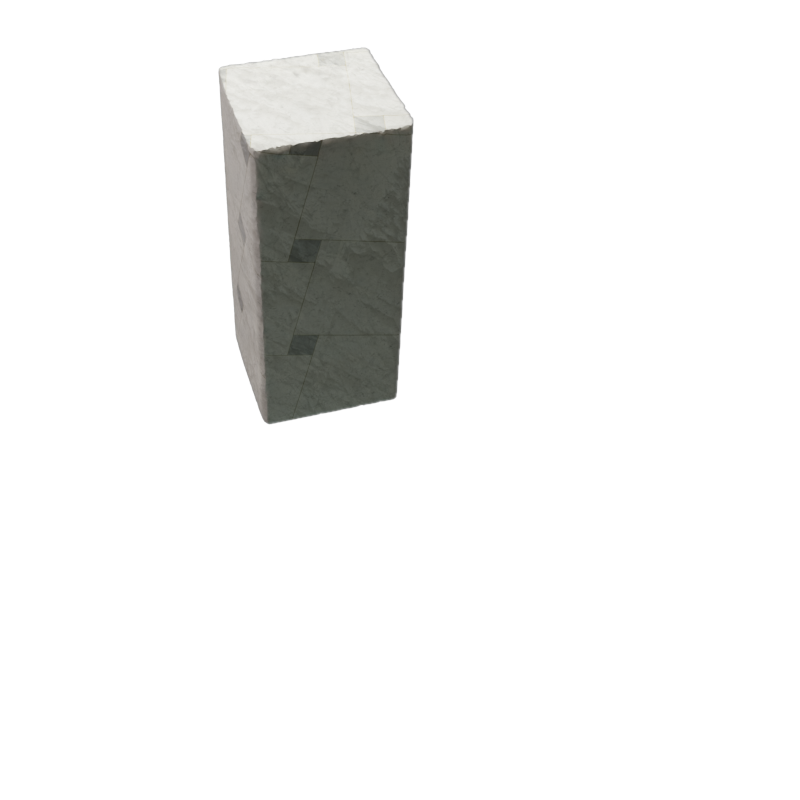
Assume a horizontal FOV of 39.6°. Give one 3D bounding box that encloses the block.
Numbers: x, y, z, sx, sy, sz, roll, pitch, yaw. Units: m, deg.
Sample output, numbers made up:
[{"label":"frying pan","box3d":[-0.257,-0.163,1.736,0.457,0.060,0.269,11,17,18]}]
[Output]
[{"label":"block","box3d":[-0.052,-0.094,0.663,0.090,0.192,0.098,-10,44,-14]}]
